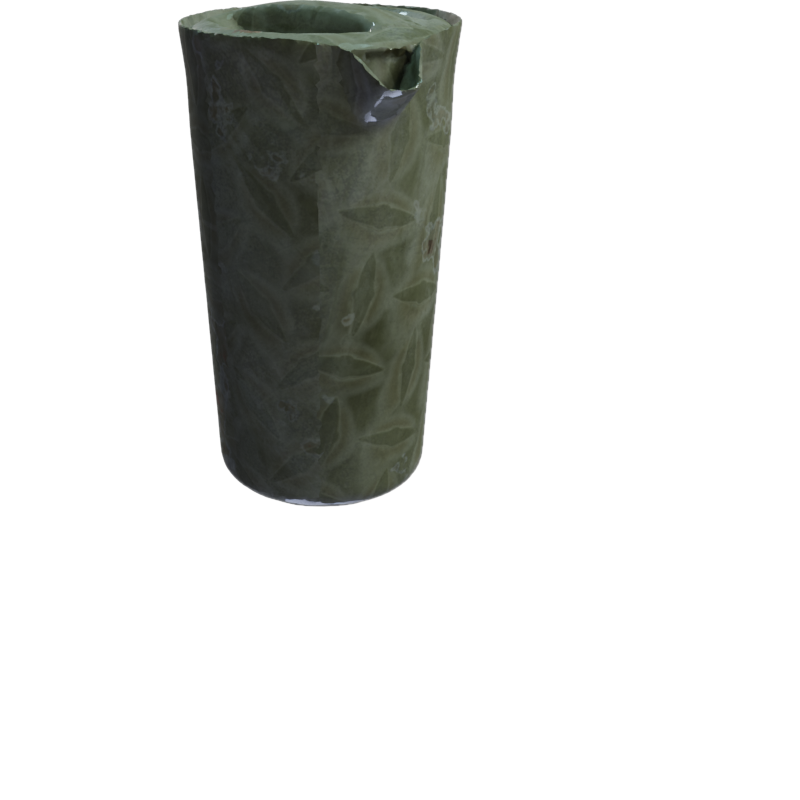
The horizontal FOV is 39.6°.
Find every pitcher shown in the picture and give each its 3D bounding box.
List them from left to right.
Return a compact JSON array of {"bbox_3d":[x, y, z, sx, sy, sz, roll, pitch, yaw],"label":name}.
[{"bbox_3d":[-0.044,-0.081,0.567,0.149,0.232,0.152,7,22,16],"label":"pitcher"}]
